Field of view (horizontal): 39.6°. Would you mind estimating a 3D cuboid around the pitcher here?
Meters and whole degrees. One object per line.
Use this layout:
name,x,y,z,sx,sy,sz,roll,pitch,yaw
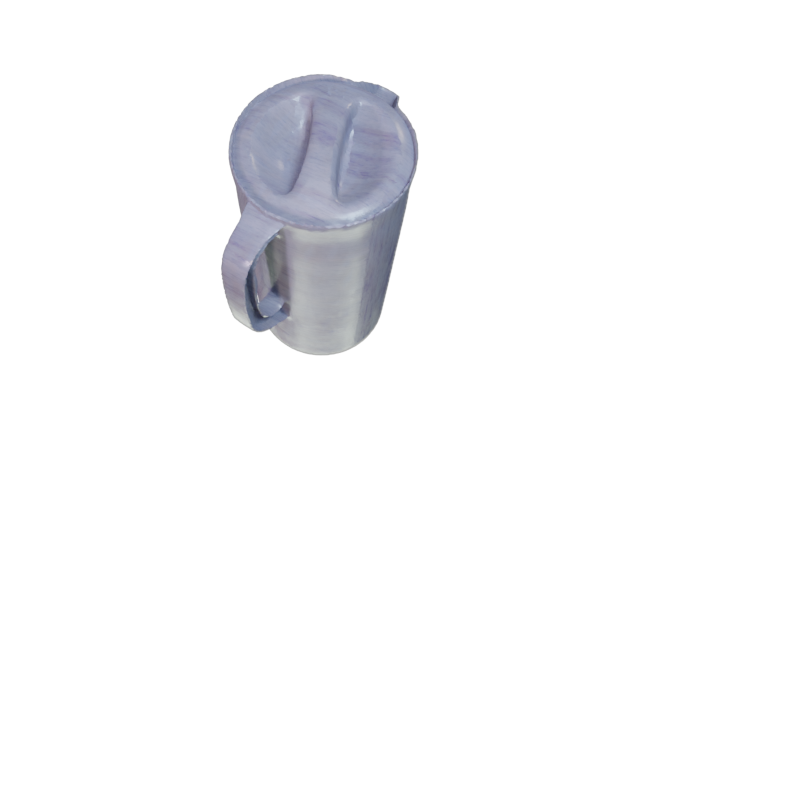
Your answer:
pitcher,-0.068,-0.124,0.869,0.148,0.155,0.229,-8,-26,-7
